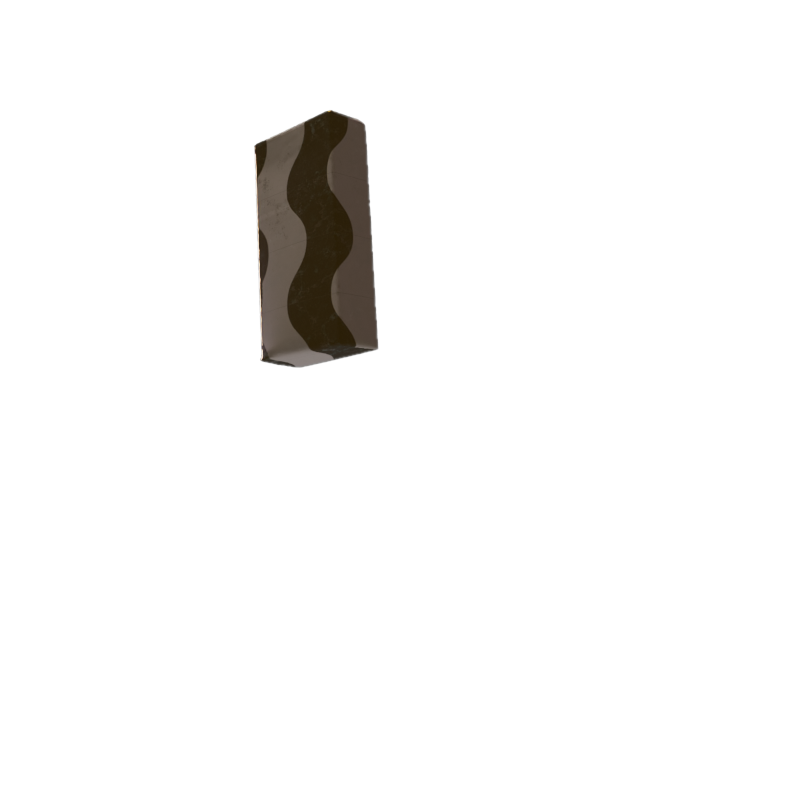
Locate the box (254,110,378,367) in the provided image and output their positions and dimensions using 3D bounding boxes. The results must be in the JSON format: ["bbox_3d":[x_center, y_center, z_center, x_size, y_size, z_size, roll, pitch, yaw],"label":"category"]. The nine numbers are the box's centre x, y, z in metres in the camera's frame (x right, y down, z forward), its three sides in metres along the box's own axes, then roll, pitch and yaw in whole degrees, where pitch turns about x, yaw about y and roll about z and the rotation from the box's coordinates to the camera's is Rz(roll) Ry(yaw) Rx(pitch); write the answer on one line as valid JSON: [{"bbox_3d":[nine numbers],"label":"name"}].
[{"bbox_3d":[-0.065,-0.119,0.832,0.045,0.183,0.095,14,-21,-42],"label":"box"}]
